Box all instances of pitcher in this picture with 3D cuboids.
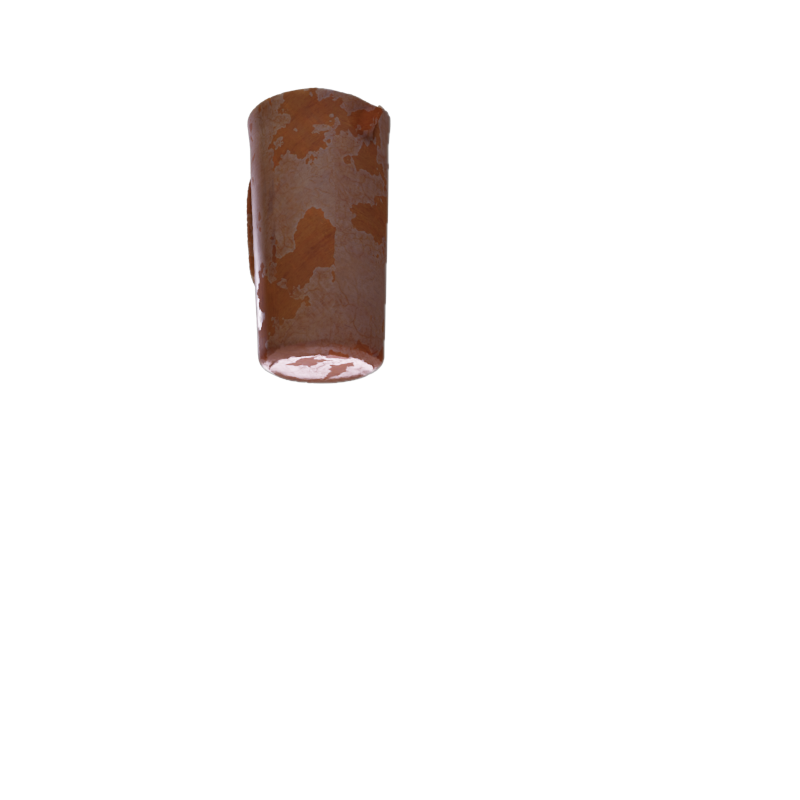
[{"bbox_3d":[-0.078,-0.142,0.992,0.146,0.255,0.141,-3,-20,4],"label":"pitcher"}]
